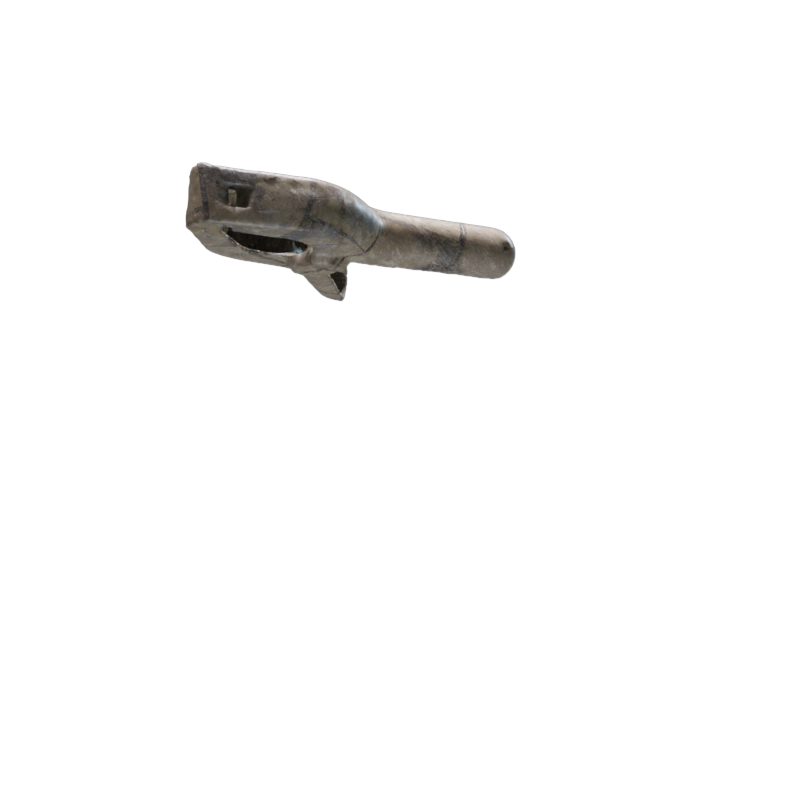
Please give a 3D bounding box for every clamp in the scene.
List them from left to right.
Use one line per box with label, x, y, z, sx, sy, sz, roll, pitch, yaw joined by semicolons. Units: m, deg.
clamp;-0.042;-0.076;0.534;0.162;0.041;0.122;12;-19;-40
